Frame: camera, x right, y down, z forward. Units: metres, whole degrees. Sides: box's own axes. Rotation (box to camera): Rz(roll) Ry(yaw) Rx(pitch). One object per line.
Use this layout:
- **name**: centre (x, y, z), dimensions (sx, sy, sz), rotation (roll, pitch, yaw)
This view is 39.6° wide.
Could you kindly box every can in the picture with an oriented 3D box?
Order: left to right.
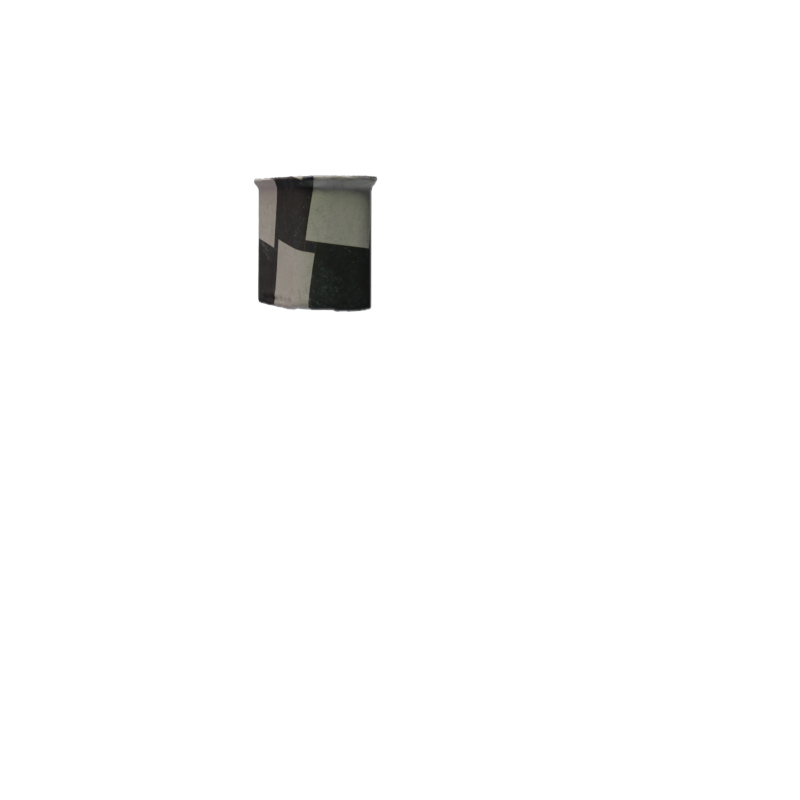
- **can**: centre (-0.056, -0.103, 0.721), dimensions (0.056, 0.083, 0.106), rotation (-2, 7, -25)
